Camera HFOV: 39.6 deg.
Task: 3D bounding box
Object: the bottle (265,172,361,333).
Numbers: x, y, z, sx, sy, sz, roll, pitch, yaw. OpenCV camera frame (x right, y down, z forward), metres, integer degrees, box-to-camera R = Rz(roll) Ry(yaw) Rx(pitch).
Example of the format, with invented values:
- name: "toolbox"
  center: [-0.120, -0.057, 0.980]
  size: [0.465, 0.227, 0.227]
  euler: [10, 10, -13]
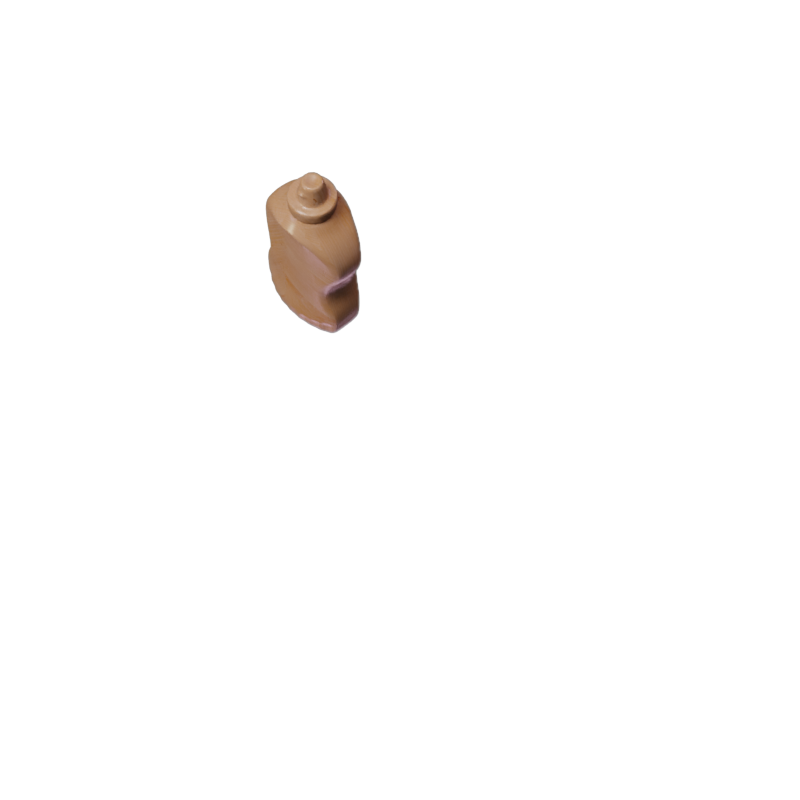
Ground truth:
- name: "bottle"
  center: [-0.075, -0.135, 0.948]
  size: [0.059, 0.101, 0.181]
  euler: [-36, -18, -18]
